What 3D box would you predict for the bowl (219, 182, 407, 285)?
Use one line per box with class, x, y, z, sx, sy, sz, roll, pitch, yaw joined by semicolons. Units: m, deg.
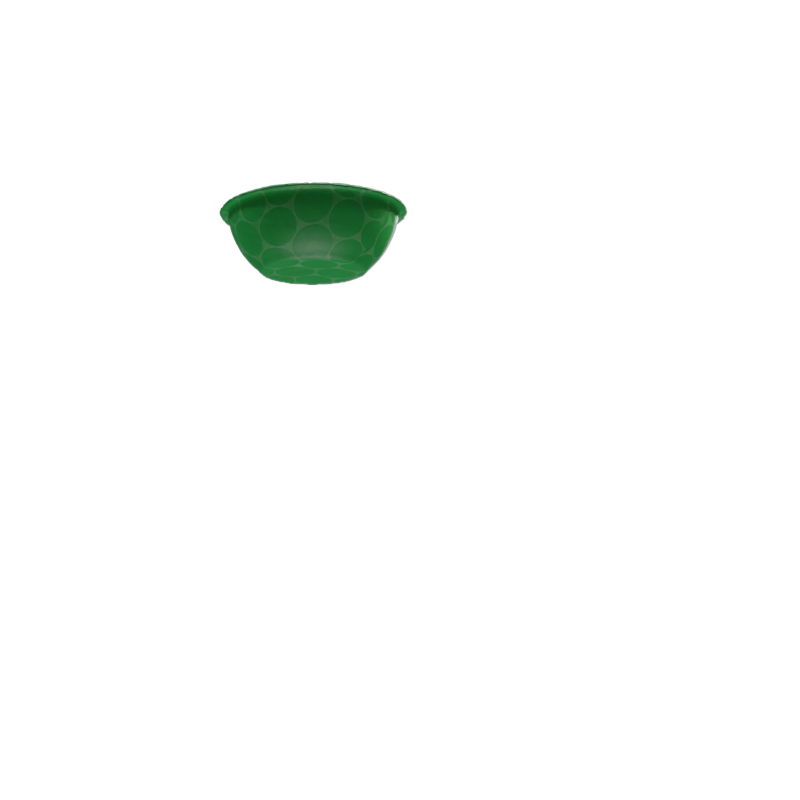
bowl;-0.075;-0.136;0.953;0.162;0.057;0.157;0;-9;-2
